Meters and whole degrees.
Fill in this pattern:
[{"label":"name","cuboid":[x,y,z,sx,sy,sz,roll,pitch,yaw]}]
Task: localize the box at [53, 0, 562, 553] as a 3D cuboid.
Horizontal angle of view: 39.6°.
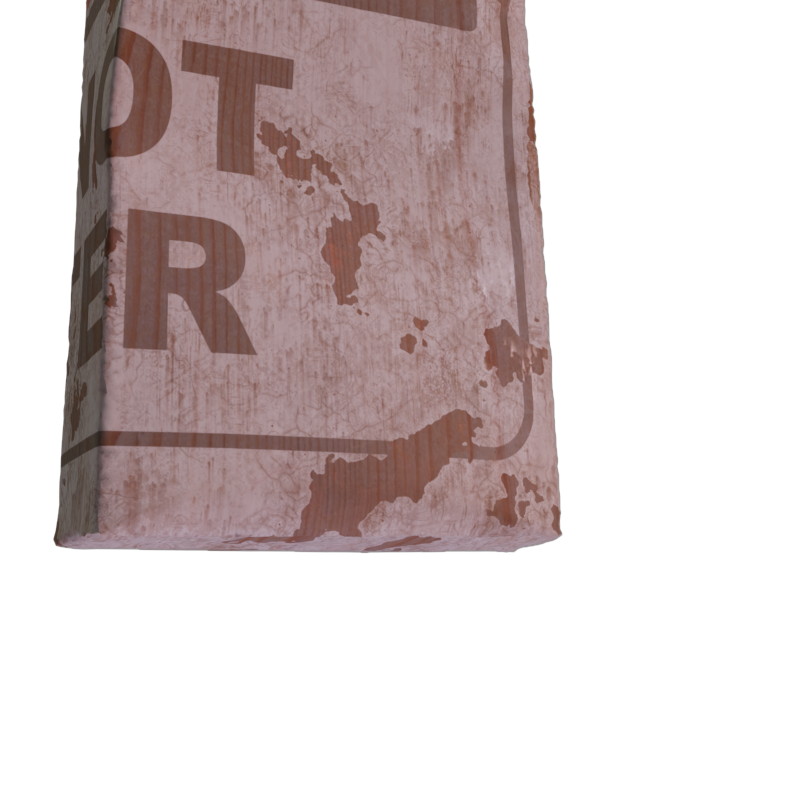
[{"label":"box","cuboid":[-0.031,-0.057,0.397,0.159,0.222,0.071,5,-17,-23]}]
